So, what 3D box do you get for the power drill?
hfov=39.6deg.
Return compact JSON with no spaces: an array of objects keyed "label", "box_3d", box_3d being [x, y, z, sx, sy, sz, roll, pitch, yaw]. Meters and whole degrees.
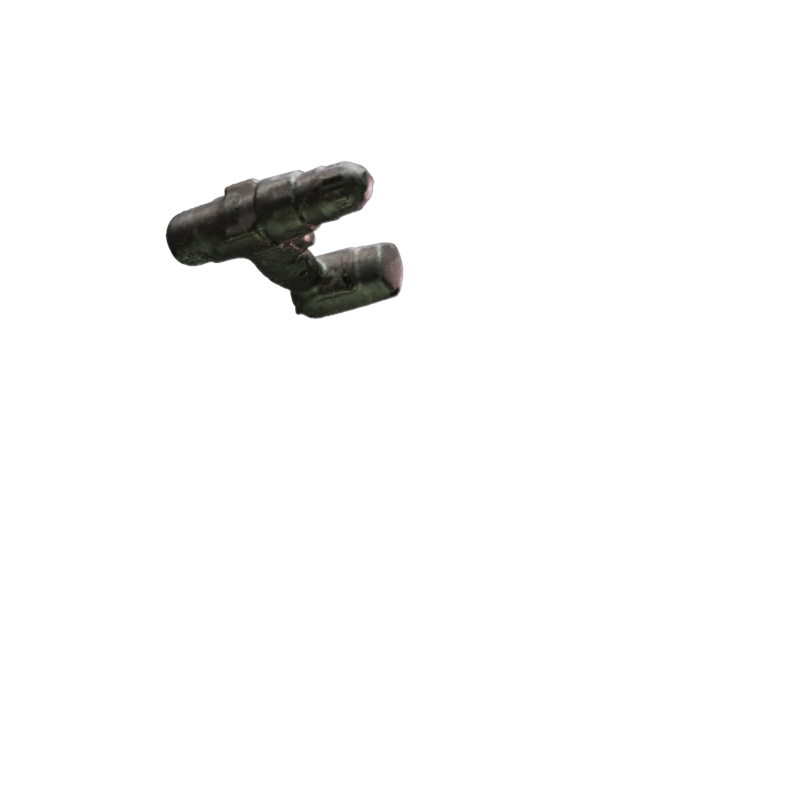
[{"label":"power drill","box_3d":[-0.072,-0.132,0.923,0.188,0.060,0.175,-11,-22,28]}]
